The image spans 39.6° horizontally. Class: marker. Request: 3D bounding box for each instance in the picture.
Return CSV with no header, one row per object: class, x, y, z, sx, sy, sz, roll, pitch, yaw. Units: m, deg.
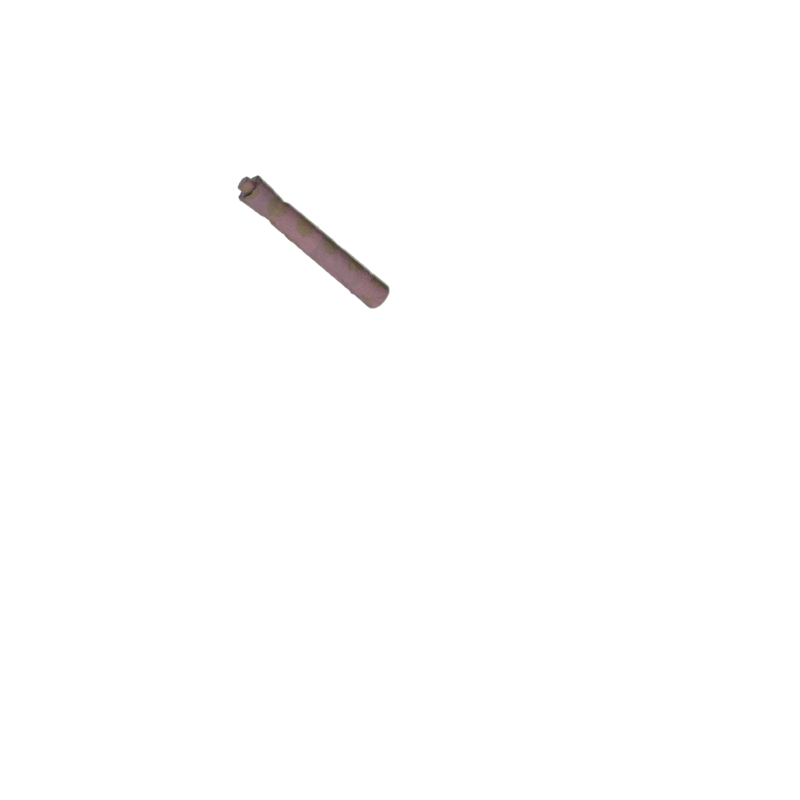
marker,-0.053,-0.097,0.682,0.114,0.020,0.020,38,-17,-26
